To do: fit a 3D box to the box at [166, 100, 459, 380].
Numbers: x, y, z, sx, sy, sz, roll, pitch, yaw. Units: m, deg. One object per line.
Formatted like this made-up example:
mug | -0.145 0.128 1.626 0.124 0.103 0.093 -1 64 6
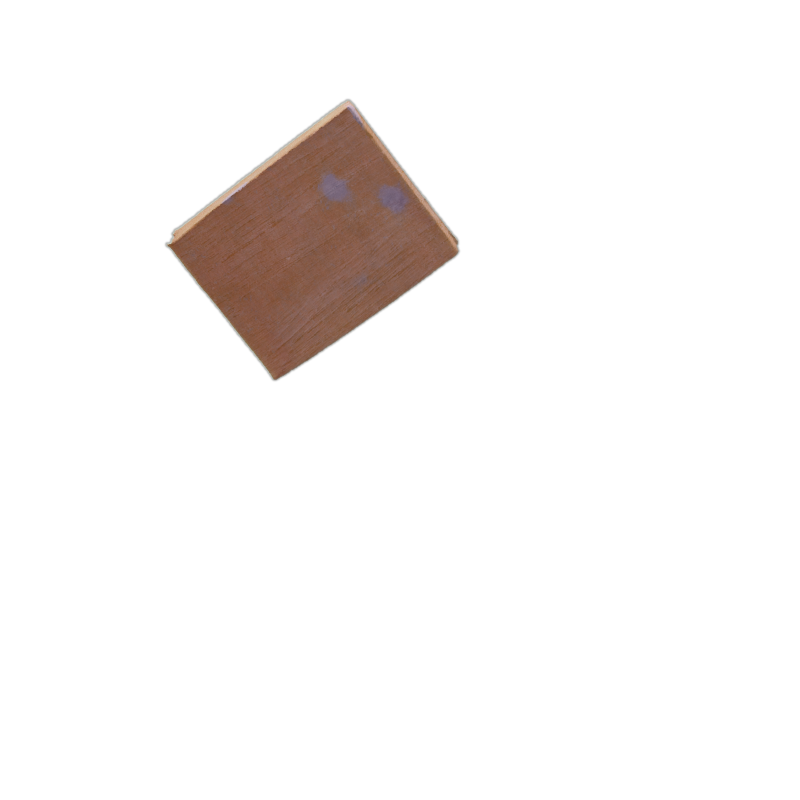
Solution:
box | -0.042 -0.077 0.540 0.113 0.088 0.040 -36 9 6
